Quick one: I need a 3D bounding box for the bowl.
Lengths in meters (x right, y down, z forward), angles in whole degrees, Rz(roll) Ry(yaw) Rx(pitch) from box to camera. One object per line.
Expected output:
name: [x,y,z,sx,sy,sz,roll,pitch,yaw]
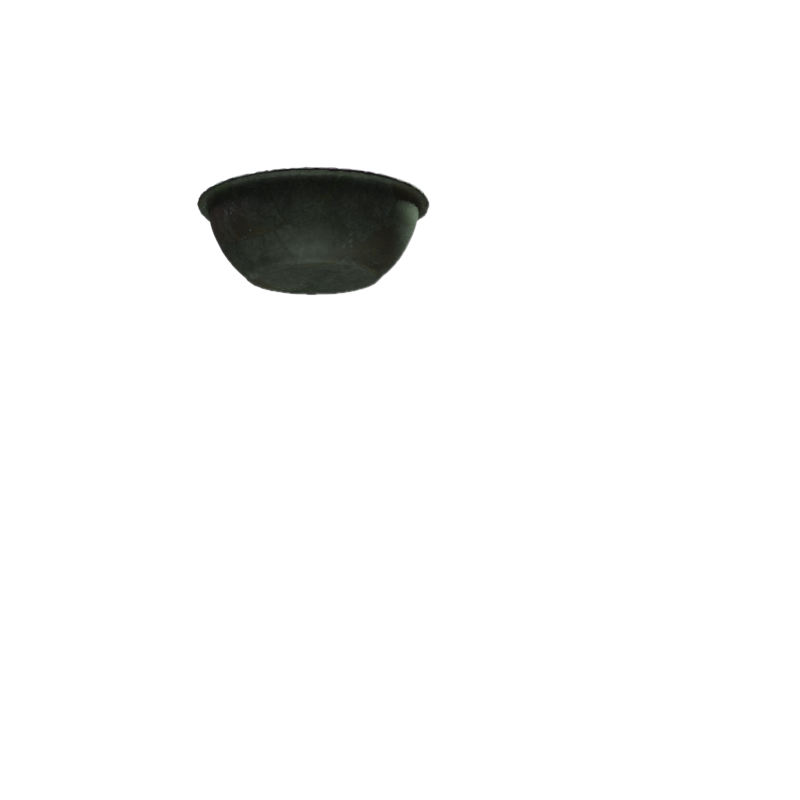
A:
bowl: [-0.060,-0.110,0.769,0.162,0.057,0.157,0,-10,-2]
